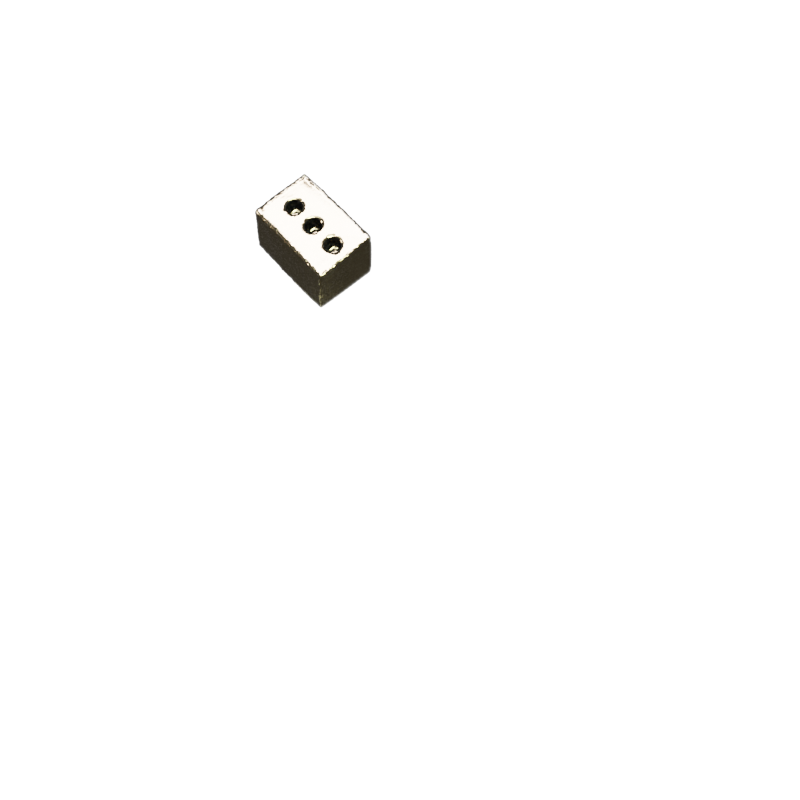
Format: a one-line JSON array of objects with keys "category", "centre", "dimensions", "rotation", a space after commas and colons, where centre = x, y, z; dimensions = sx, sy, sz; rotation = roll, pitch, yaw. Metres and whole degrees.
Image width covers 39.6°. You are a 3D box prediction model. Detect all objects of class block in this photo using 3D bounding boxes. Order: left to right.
[{"category": "block", "centre": [-0.066, -0.121, 0.849], "dimensions": [0.053, 0.082, 0.048], "rotation": [-39, -20, -19]}]
